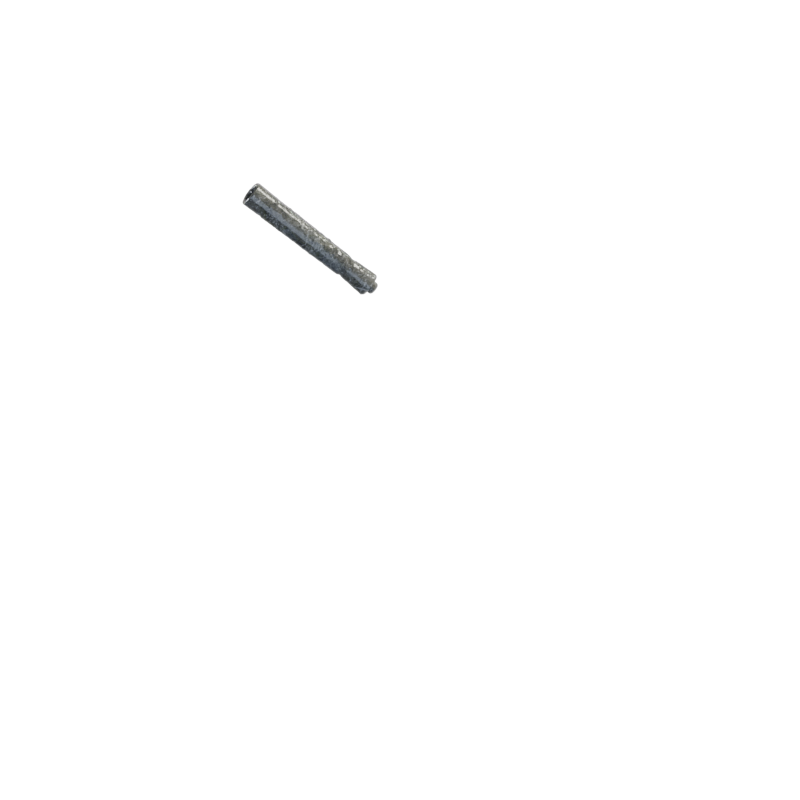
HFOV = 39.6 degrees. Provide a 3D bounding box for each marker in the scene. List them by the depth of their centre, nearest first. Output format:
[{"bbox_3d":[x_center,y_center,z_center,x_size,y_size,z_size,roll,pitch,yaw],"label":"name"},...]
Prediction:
[{"bbox_3d":[-0.064,-0.117,0.822,0.116,0.020,0.020,36,-10,-17],"label":"marker"}]
